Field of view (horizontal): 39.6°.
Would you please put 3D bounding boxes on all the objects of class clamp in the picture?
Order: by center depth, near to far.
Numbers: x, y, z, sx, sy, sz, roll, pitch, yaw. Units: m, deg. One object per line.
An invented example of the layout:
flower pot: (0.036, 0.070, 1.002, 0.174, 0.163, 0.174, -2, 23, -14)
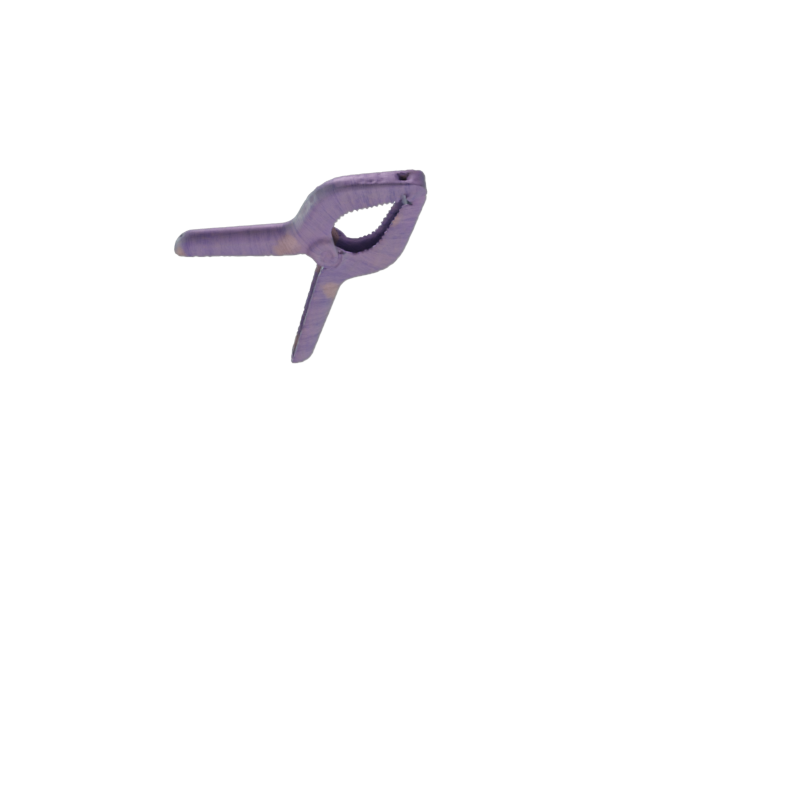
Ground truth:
clamp: (-0.072, -0.131, 0.919, 0.208, 0.039, 0.155, -38, -61, 25)
